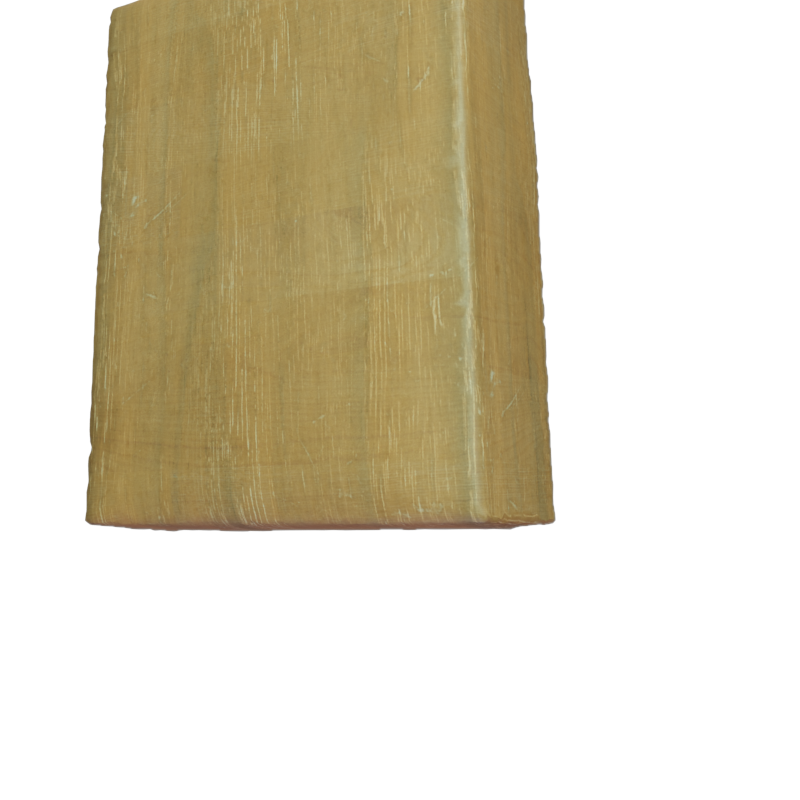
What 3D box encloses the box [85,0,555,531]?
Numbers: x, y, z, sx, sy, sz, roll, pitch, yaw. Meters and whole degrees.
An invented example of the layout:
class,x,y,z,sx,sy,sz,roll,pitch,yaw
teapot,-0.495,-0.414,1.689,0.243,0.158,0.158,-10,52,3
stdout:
class,x,y,z,sx,sy,sz,roll,pitch,yaw
box,-0.033,-0.061,0.424,0.168,0.221,0.068,-8,-15,29
